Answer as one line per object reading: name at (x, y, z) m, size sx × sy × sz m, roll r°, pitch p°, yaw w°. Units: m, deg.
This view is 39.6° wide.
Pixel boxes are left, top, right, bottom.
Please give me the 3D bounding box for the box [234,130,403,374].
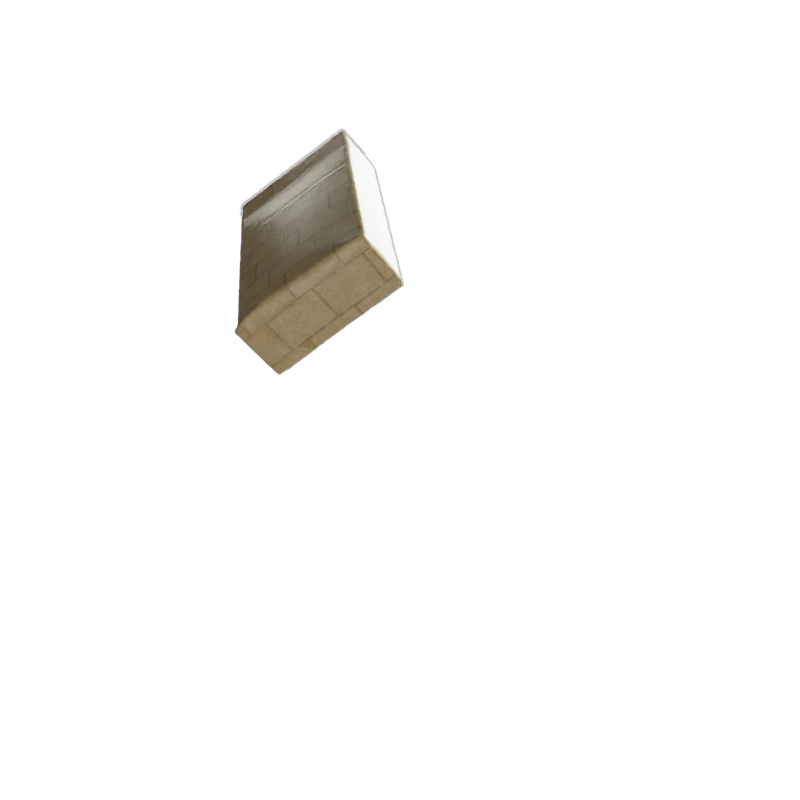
box at (-0.053, -0.098, 0.685) m, size 0.093 × 0.045 × 0.187 m, roll -34°, pitch 26°, yaw 15°
